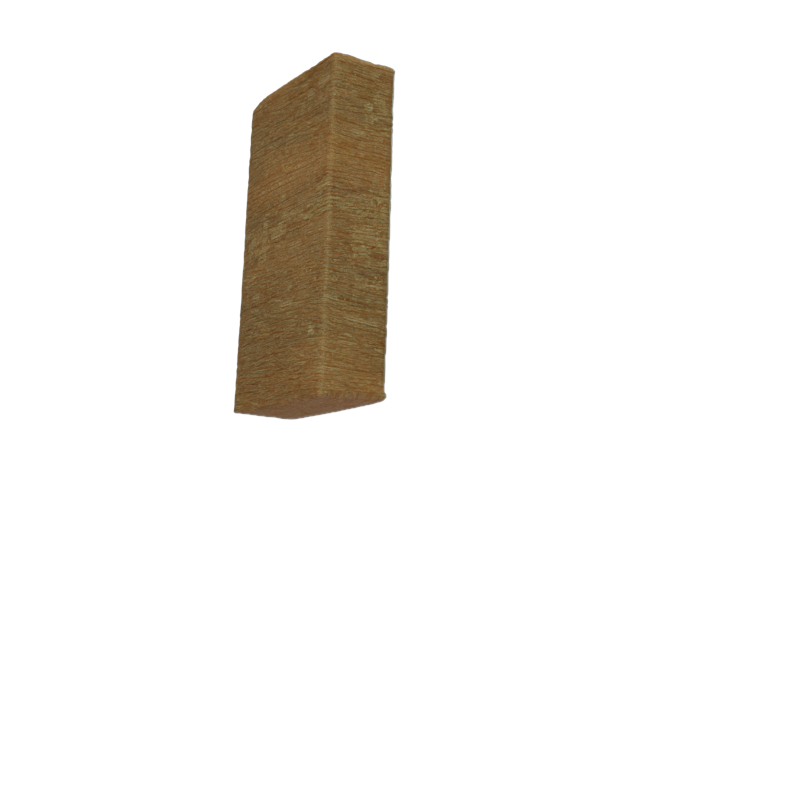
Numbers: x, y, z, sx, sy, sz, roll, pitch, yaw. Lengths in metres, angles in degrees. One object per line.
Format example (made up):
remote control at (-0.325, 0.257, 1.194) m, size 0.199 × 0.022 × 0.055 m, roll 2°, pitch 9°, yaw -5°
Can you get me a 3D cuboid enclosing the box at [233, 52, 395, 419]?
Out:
box at (-0.046, -0.083, 0.581) m, size 0.046 × 0.182 × 0.094 m, roll 9°, pitch -16°, yaw -33°
